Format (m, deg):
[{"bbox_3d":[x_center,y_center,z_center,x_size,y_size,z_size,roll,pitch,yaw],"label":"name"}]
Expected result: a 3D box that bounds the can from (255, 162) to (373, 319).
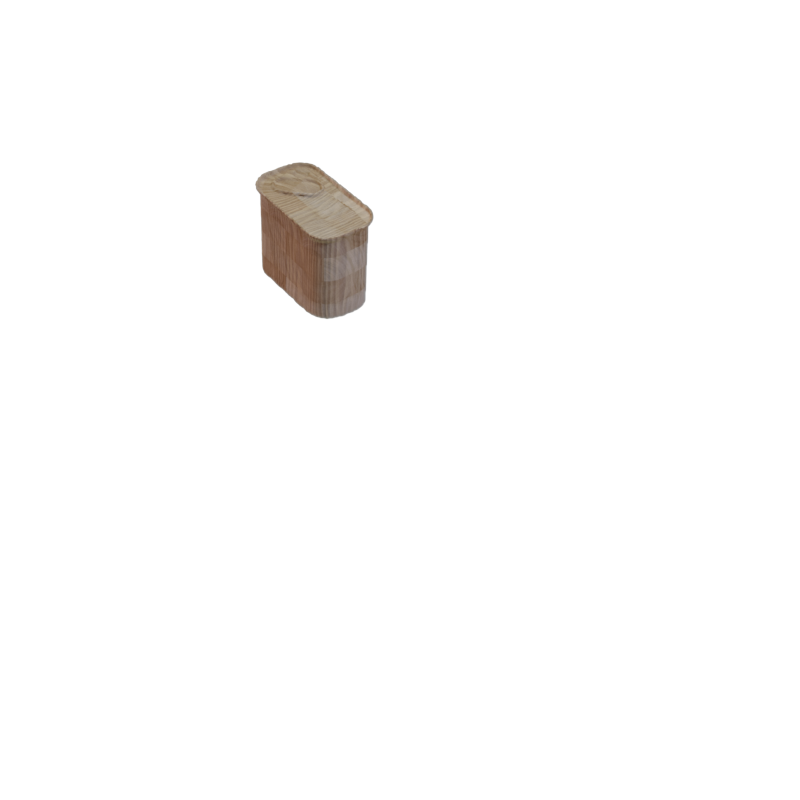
[{"bbox_3d":[-0.068,-0.124,0.868,0.057,0.078,0.110,-24,48,-27],"label":"can"}]
